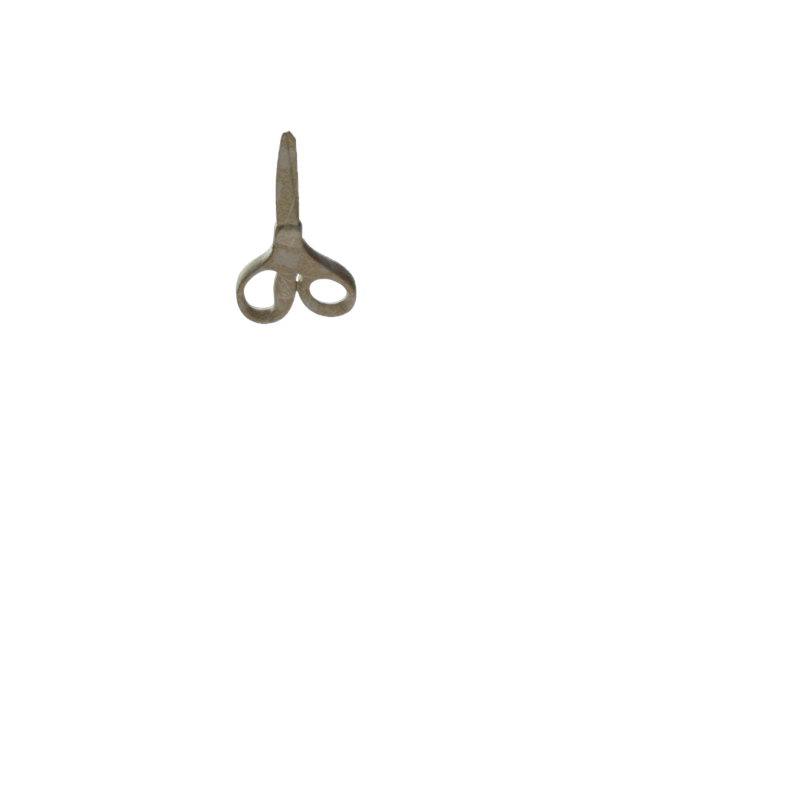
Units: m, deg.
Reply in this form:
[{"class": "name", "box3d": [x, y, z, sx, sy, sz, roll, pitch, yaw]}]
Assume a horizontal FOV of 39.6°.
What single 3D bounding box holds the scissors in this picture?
[{"class": "scissors", "box3d": [-0.059, -0.108, 0.755, 0.094, 0.017, 0.194, 10, -33, -17]}]
